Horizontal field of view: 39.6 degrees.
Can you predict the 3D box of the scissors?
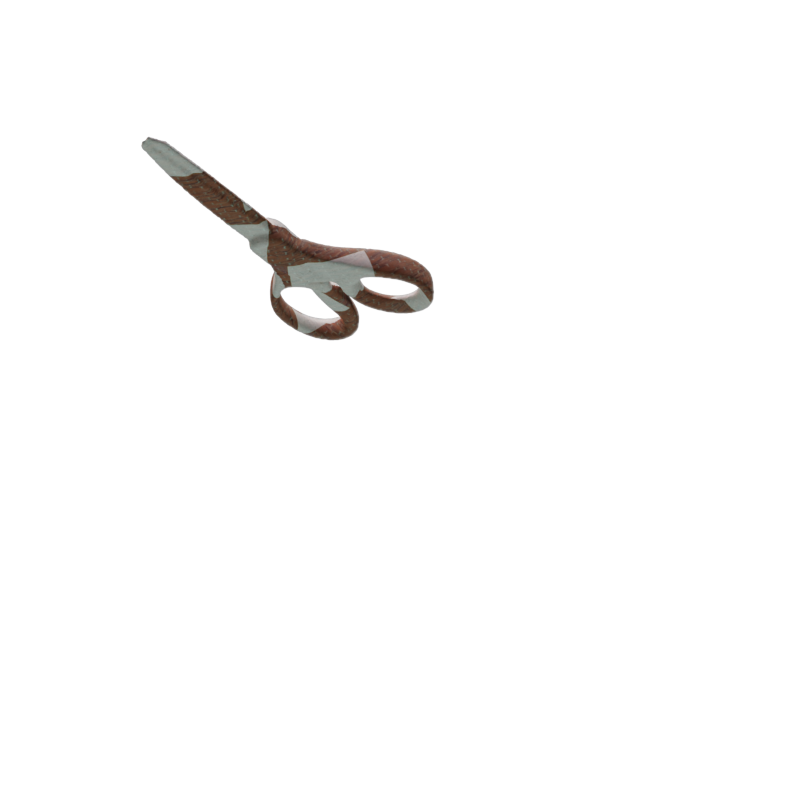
[{"bbox_3d":[-0.042,-0.077,0.536,0.097,0.017,0.188,-5,-23,11],"label":"scissors"}]
